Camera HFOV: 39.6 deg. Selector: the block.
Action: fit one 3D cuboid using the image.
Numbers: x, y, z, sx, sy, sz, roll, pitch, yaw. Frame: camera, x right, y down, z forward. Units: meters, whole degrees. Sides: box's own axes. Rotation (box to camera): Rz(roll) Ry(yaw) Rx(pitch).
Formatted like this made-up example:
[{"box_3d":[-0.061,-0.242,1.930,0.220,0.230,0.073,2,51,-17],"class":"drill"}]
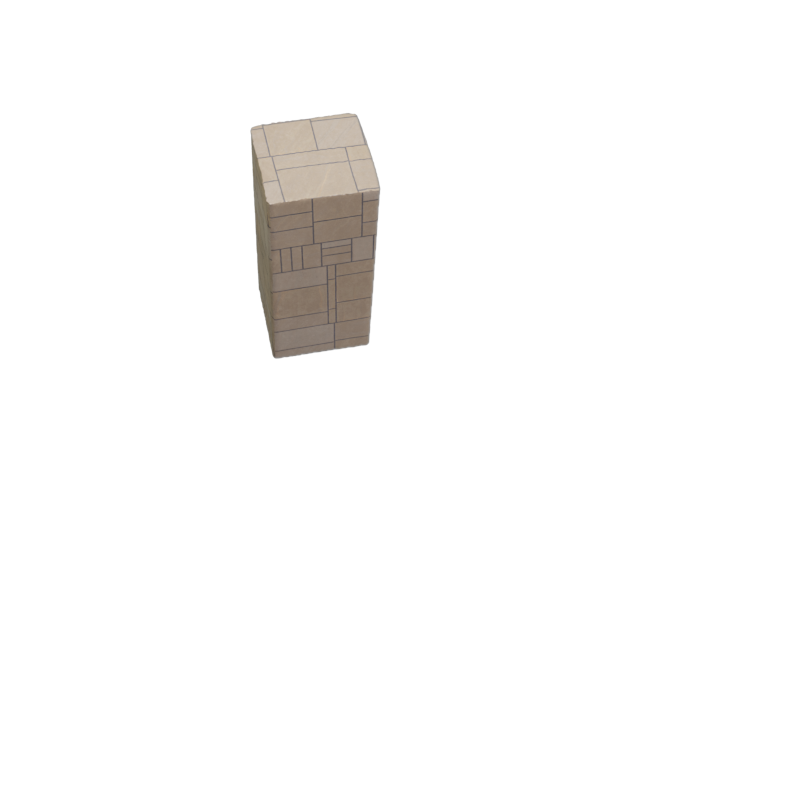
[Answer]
[{"box_3d":[-0.074,-0.136,0.947,0.090,0.097,0.193,-9,-34,-10],"class":"block"}]
